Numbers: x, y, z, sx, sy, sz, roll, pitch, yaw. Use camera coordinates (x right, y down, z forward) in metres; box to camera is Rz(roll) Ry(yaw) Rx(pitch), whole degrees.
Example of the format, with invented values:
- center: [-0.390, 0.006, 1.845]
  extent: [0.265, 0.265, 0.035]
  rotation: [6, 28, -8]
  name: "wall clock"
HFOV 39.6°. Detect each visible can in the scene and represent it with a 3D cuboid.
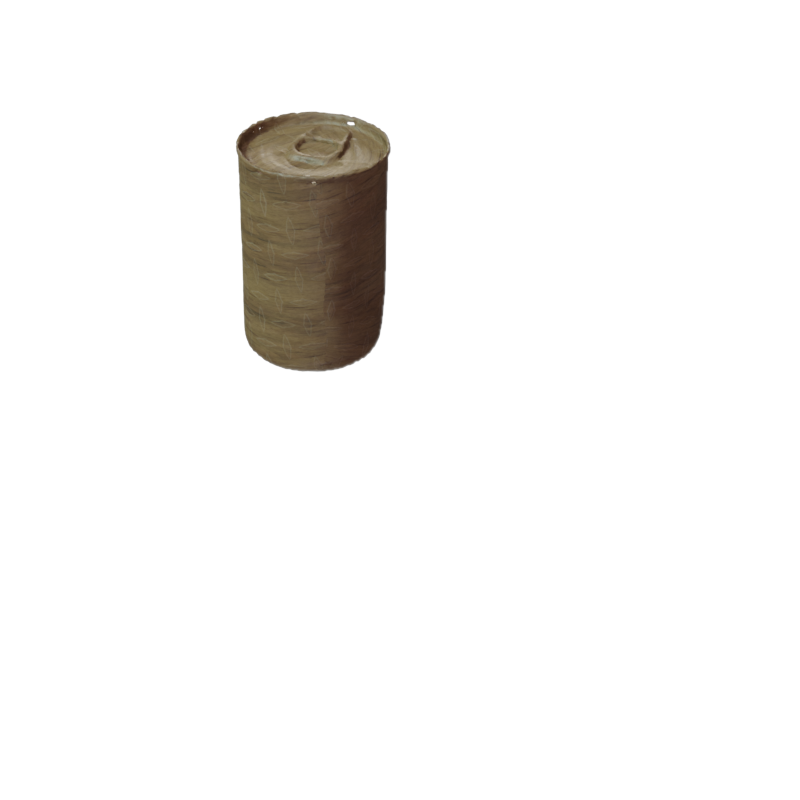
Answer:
- center: [-0.040, -0.073, 0.512]
  extent: [0.068, 0.096, 0.073]
  rotation: [0, 34, -3]
  name: "can"
